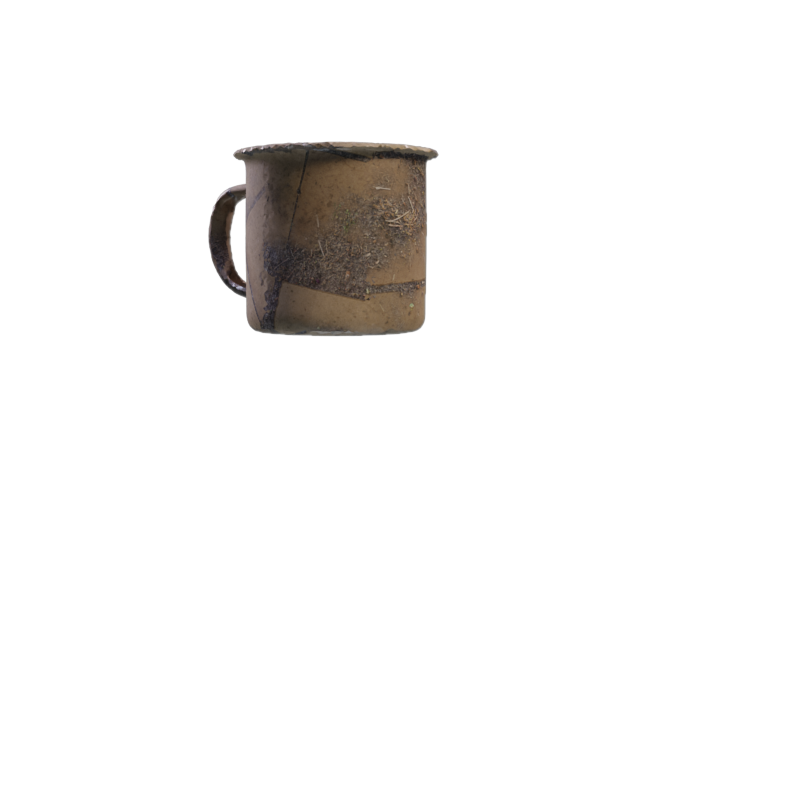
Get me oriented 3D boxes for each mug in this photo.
[{"bbox_3d":[-0.040,-0.073,0.509,0.121,0.081,0.090,3,4,29],"label":"mug"}]
